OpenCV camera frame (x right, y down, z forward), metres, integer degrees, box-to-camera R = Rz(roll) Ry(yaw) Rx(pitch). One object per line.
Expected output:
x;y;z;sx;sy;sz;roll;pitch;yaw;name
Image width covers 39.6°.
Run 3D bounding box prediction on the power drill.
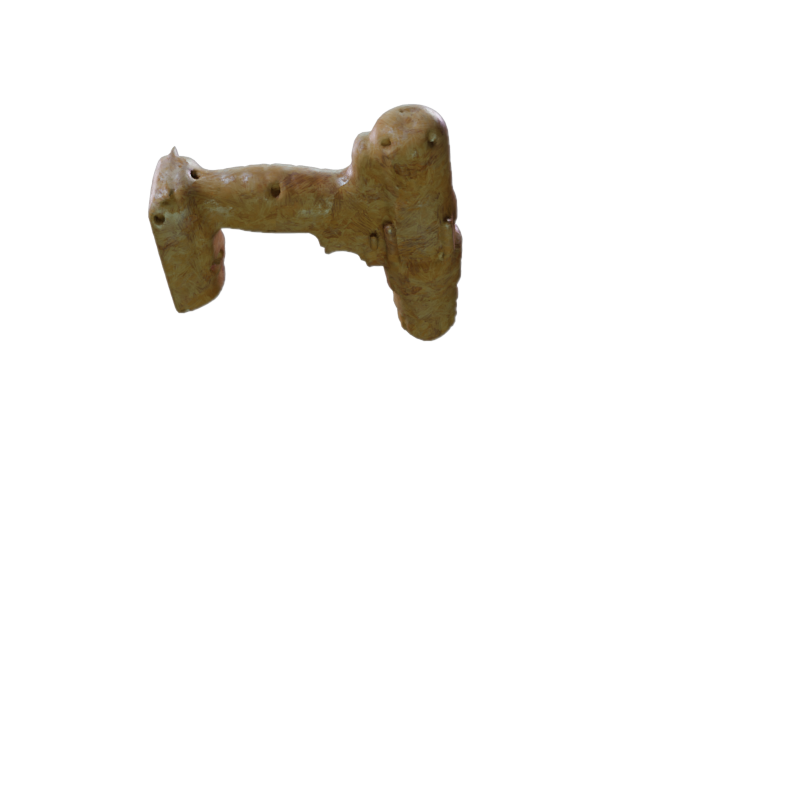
-0.055;-0.100;0.703;0.188;0.062;0.171;-4;-44;4;power drill
